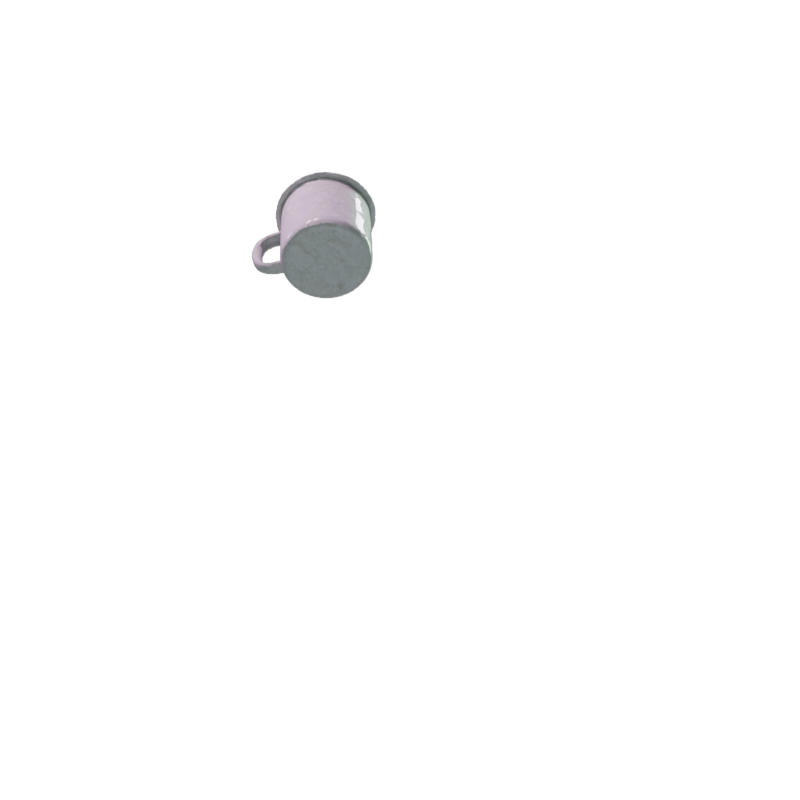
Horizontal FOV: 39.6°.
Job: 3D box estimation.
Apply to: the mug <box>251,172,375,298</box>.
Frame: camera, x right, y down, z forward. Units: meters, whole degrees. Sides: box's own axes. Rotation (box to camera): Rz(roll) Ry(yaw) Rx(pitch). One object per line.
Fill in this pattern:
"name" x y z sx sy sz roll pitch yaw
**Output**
"mug" -0.078 -0.143 0.999 0.118 0.087 0.087 -14 35 8
